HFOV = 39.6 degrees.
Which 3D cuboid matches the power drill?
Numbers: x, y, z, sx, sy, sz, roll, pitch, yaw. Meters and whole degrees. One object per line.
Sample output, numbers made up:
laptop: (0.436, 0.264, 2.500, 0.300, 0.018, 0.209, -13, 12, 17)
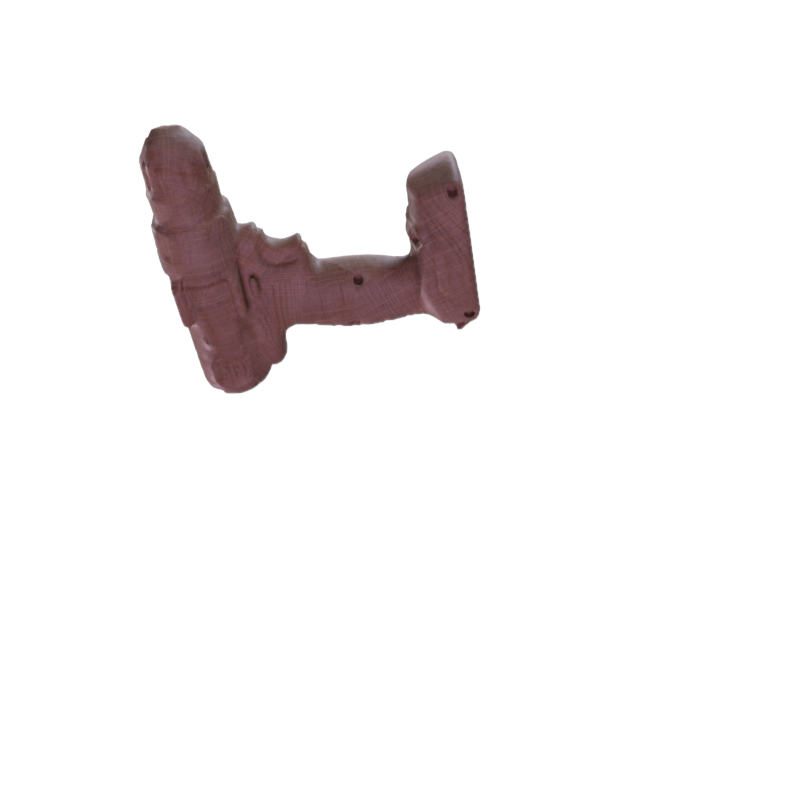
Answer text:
power drill: (-0.053, -0.096, 0.673, 0.188, 0.172, 0.061, -9, 35, 6)
